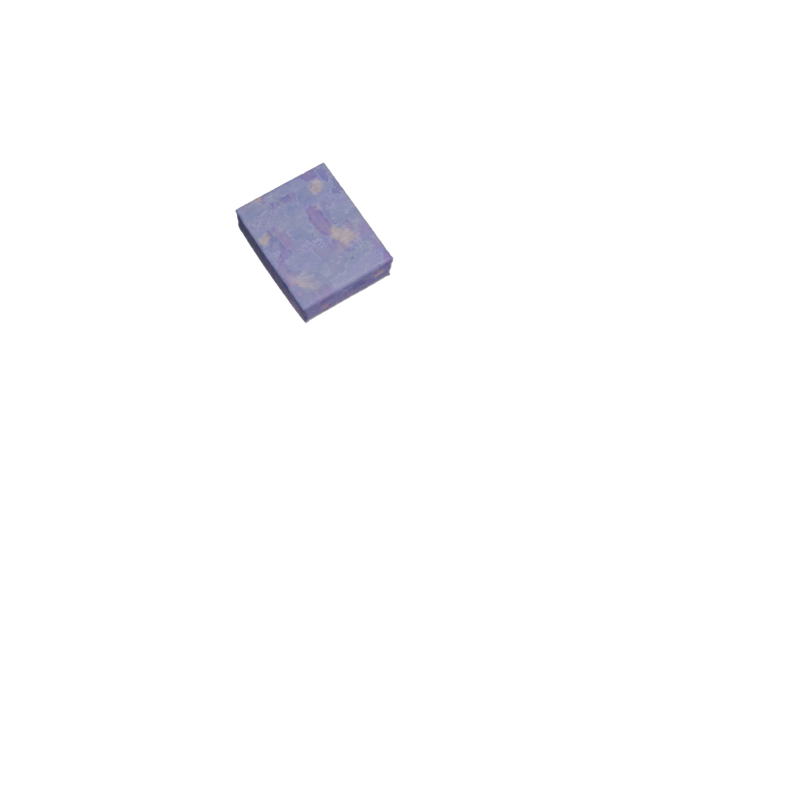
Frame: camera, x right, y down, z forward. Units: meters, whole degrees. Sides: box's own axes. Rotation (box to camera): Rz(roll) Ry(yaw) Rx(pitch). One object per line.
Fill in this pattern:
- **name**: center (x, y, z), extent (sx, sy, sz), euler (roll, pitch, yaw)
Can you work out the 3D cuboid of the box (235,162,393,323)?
- **box**: center (-0.074, -0.134, 0.941), extent (0.090, 0.119, 0.037), euler (-30, -19, -12)
